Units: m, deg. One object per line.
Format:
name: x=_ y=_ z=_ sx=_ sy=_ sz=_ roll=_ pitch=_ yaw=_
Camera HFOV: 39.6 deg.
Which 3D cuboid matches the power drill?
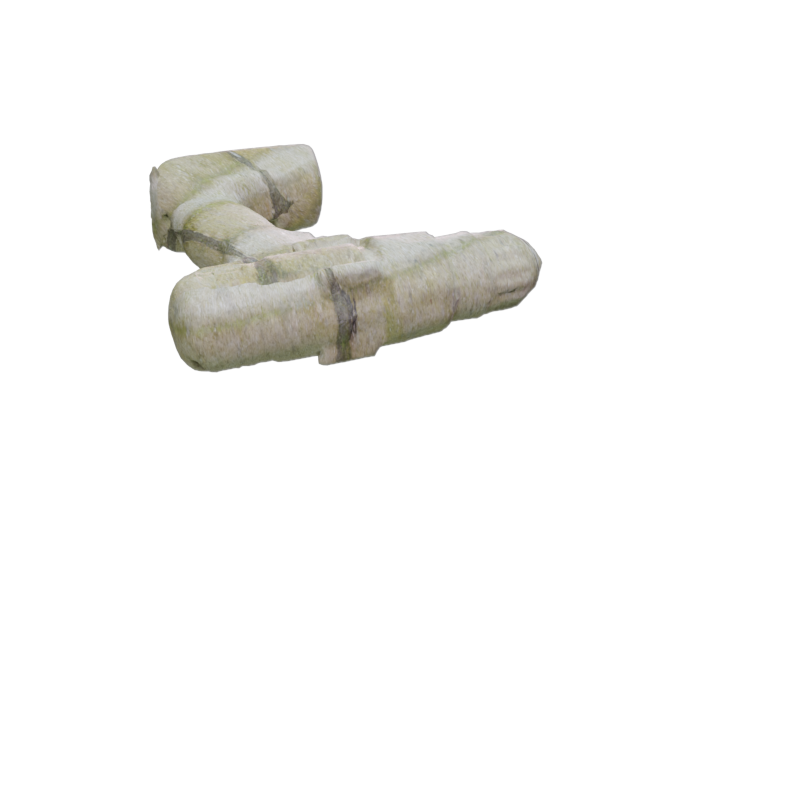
power drill: x=-0.046 y=-0.083 z=0.581 sx=0.181 sy=0.054 sz=0.201 roll=-10 pitch=29 yaw=-20
